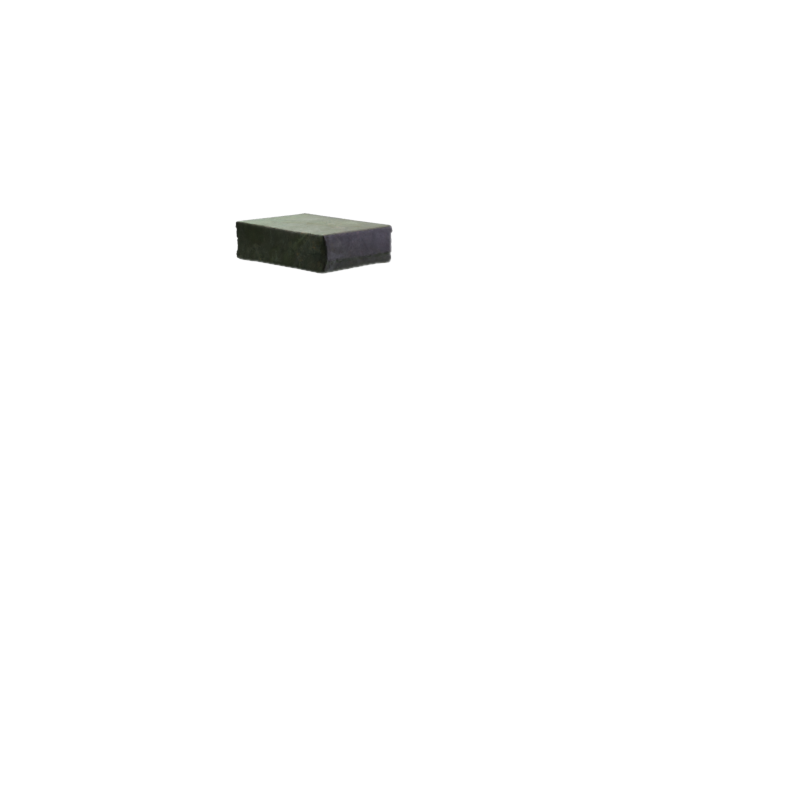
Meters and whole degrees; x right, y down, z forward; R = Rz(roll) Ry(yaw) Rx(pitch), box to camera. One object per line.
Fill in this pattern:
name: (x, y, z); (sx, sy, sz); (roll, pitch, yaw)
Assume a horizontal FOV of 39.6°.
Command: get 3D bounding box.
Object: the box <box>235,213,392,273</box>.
box: (-0.077, -0.141, 0.989); (0.119, 0.038, 0.088); (12, 18, 41)
